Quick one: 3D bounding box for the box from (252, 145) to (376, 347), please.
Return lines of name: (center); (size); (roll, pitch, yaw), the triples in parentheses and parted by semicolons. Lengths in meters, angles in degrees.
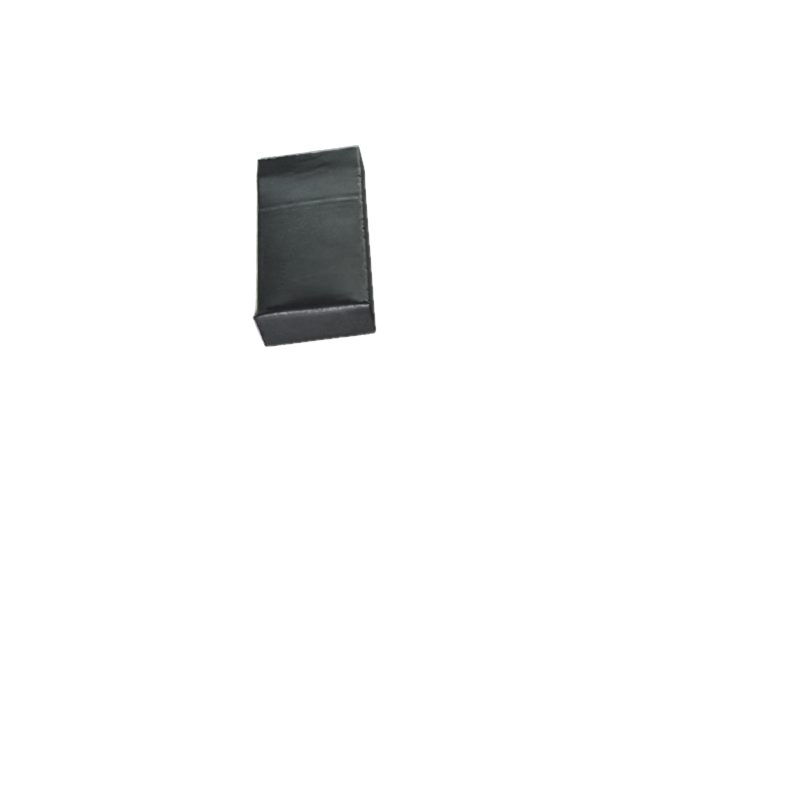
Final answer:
box: (-0.071, -0.131, 0.916); (0.094, 0.189, 0.044); (-7, -40, 5)
